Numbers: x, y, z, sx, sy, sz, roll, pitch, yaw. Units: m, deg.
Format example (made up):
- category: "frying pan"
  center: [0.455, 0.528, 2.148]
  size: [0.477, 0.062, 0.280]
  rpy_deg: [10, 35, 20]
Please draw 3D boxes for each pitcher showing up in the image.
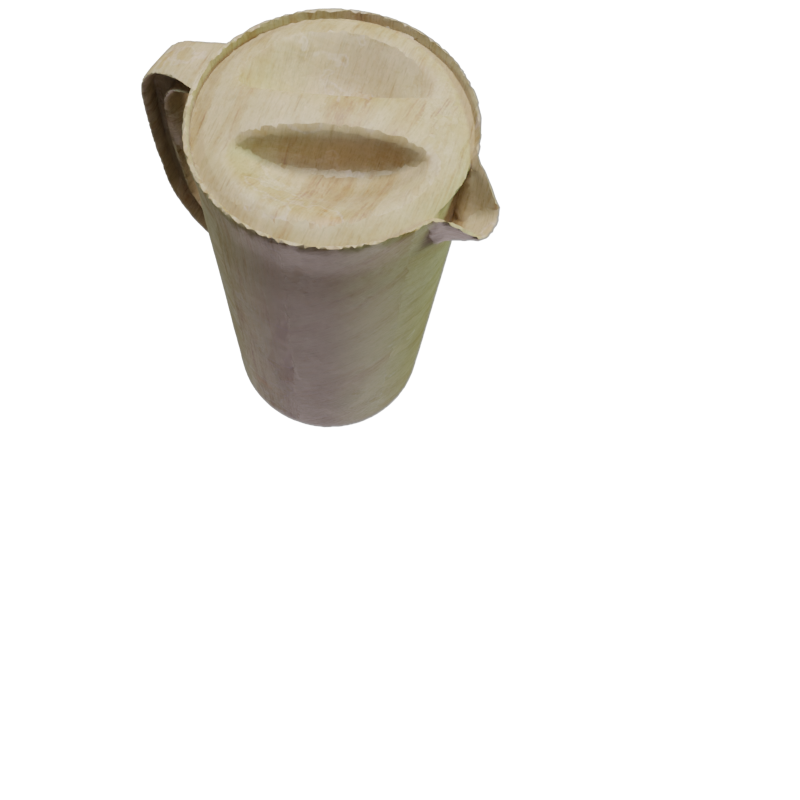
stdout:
- category: "pitcher"
  center: [-0.046, -0.084, 0.589]
  size: [0.144, 0.159, 0.229]
  rpy_deg: [-12, -25, -9]
